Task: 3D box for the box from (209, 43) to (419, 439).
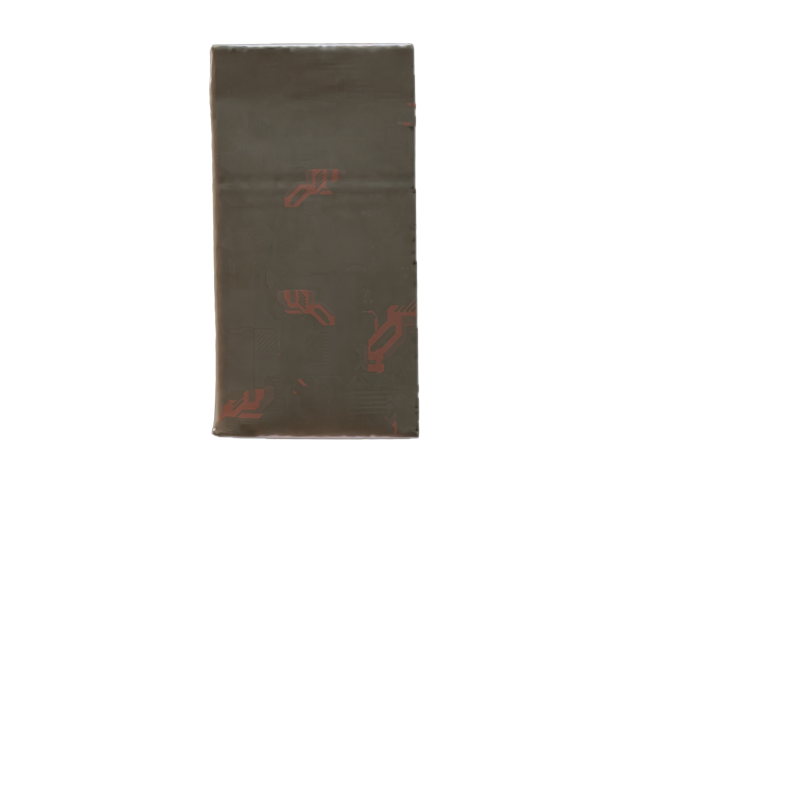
[{"bbox_3d":[-0.039,-0.072,0.507,0.093,0.177,0.048,0,-2,-3],"label":"box"}]
